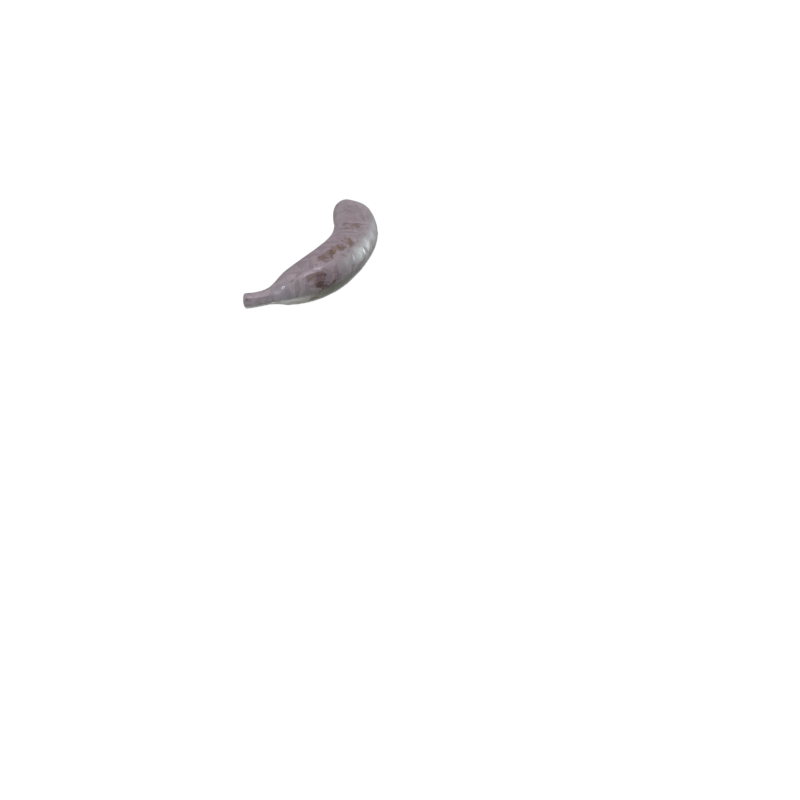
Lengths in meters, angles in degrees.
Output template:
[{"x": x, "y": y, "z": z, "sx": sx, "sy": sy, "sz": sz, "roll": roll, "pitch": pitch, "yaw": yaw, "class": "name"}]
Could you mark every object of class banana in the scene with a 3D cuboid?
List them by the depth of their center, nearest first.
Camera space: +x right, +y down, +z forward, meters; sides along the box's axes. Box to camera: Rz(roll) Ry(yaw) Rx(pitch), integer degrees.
[{"x": -0.055, "y": -0.124, "z": 0.902, "sx": 0.072, "sy": 0.035, "sz": 0.203, "roll": 11, "pitch": 32, "yaw": 17, "class": "banana"}]
